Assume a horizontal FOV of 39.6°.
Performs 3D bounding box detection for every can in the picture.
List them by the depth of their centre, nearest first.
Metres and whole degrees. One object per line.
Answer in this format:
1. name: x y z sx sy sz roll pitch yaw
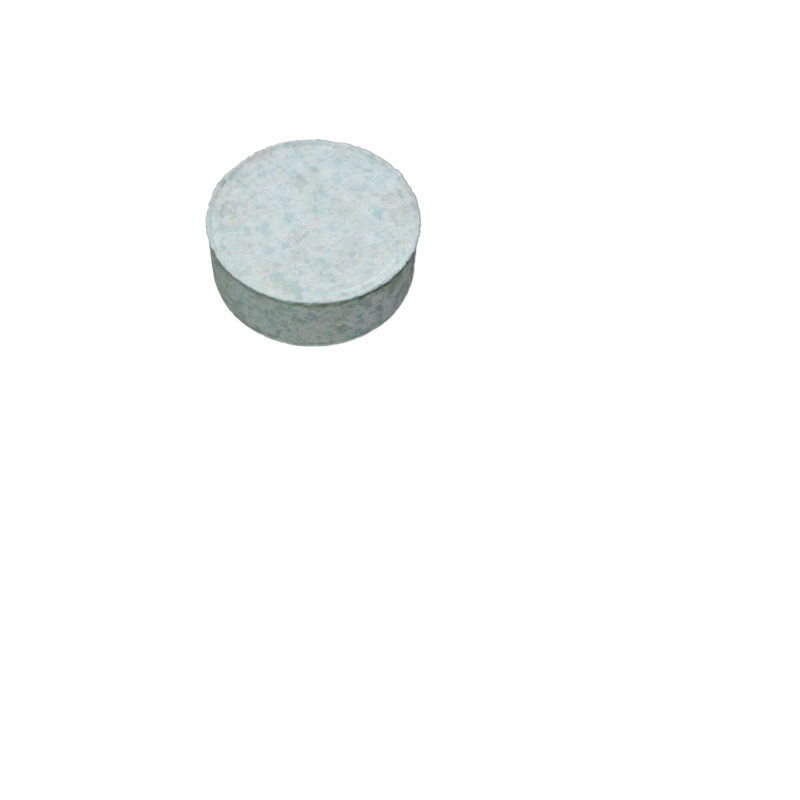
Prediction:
1. can: -0.036 -0.065 0.454 0.086 0.092 0.031 -1 -36 -1
